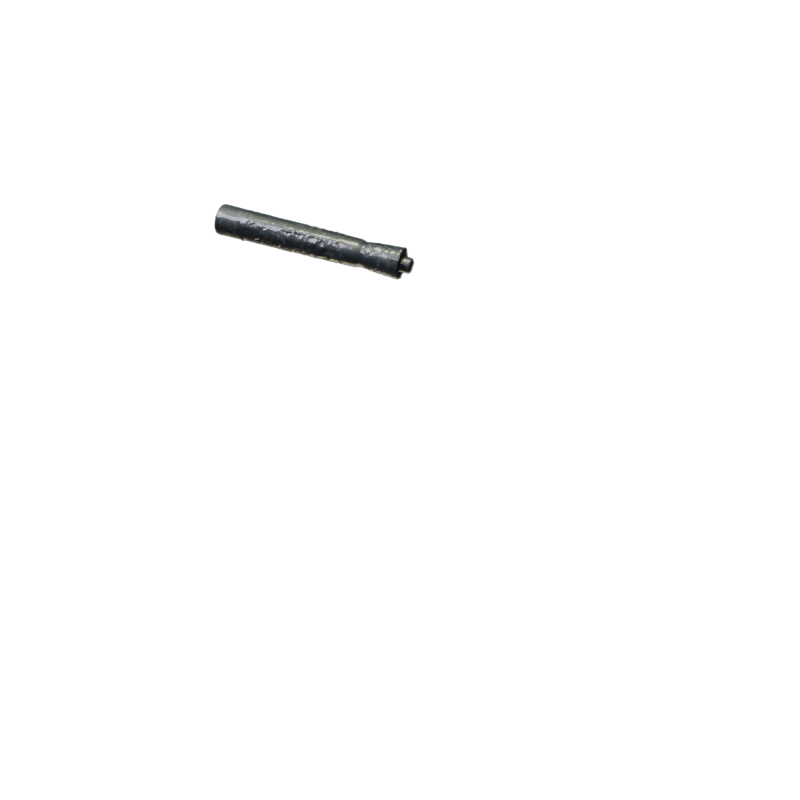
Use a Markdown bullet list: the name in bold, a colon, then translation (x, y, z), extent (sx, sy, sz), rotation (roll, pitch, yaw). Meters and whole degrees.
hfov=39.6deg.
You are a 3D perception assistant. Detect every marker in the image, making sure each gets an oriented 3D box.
- **marker**: translation (-0.050, -0.092, 0.645), extent (0.125, 0.019, 0.019), rotation (16, 9, 19)
